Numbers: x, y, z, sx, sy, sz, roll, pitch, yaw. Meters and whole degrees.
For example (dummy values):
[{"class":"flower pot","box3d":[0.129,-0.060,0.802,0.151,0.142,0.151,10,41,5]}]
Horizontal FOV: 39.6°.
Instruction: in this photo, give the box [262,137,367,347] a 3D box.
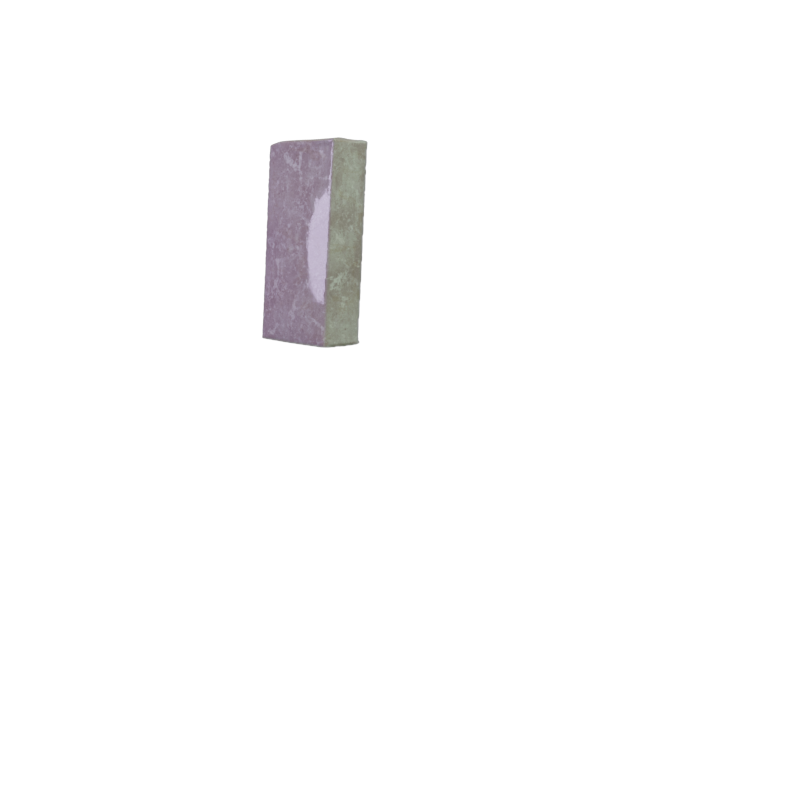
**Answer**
[{"class":"box","box3d":[-0.076,-0.138,0.964,0.046,0.176,0.097,-1,3,-41]}]
